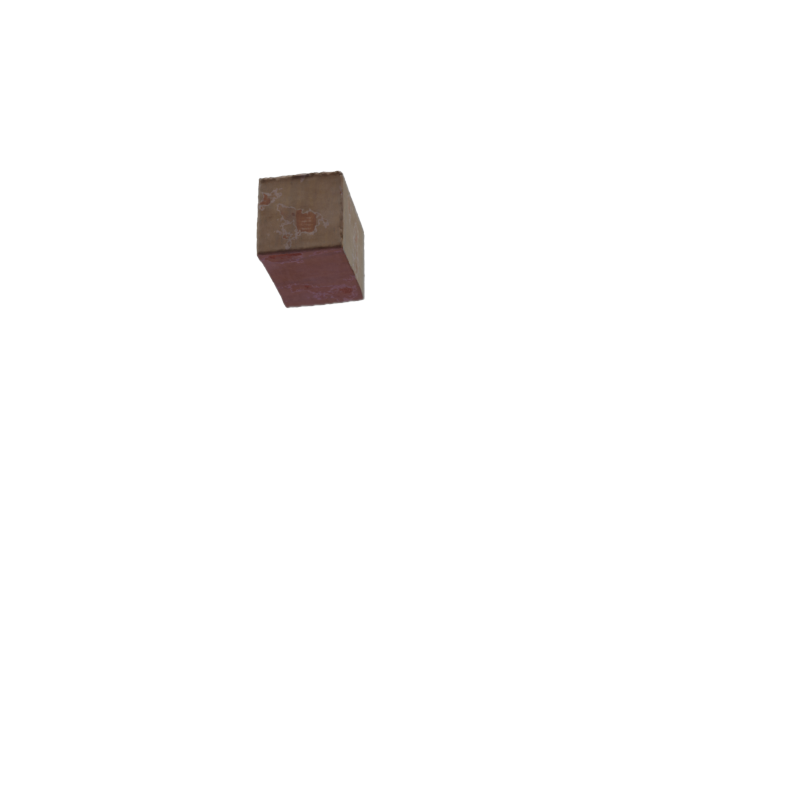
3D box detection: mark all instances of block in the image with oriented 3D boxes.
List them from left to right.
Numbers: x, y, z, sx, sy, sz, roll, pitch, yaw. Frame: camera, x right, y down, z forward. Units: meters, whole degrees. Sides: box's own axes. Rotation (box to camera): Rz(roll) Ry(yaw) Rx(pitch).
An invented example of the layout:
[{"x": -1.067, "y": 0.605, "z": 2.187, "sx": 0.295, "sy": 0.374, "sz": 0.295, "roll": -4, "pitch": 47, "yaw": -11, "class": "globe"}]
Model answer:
[{"x": -0.053, "y": -0.096, "z": 0.671, "sx": 0.053, "sy": 0.054, "sz": 0.073, "roll": -4, "pitch": -23, "yaw": 7, "class": "block"}]
